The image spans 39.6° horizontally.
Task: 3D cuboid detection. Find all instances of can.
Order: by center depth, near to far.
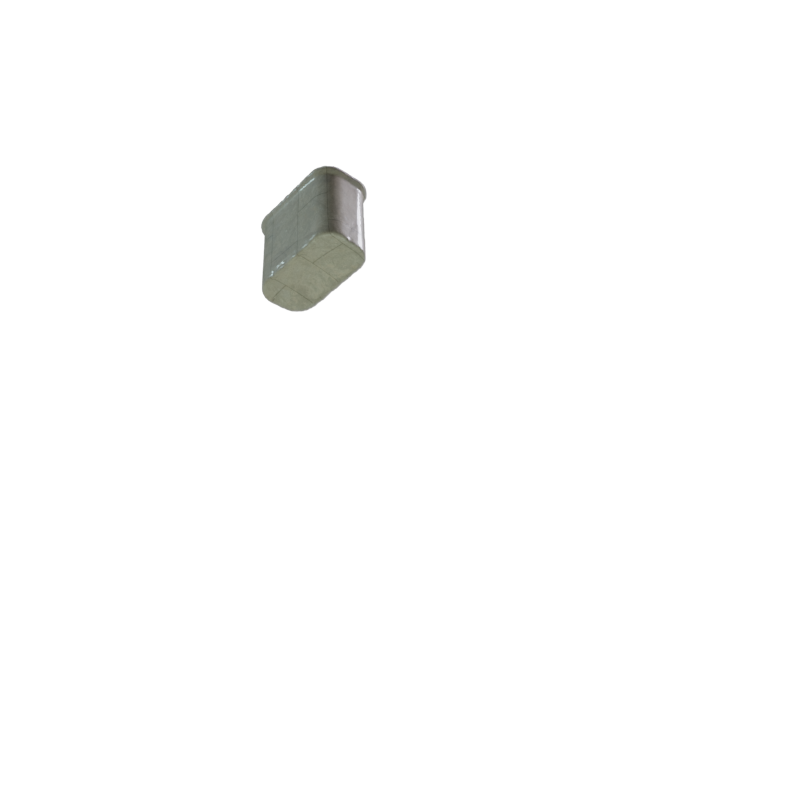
[{"bbox_3d":[-0.074,-0.135,0.946,0.054,0.090,0.100,30,-52,-30],"label":"can"}]
